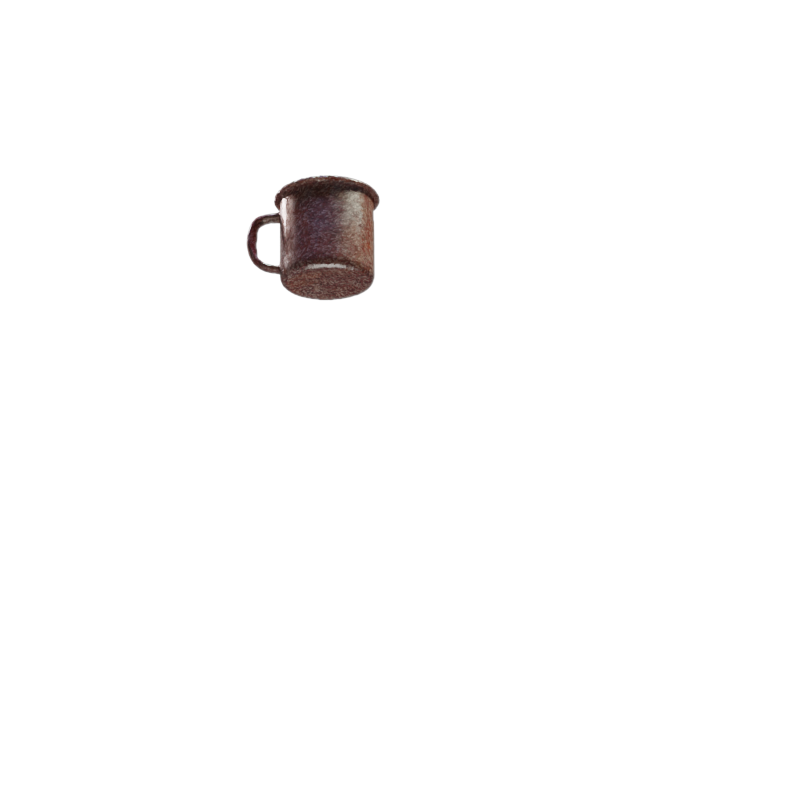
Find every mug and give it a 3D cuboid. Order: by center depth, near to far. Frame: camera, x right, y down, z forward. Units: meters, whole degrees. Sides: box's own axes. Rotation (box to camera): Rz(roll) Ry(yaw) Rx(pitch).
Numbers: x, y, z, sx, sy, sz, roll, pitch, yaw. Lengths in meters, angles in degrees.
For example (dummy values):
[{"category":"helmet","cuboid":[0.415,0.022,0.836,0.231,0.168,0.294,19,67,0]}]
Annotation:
[{"category":"mug","cuboid":[-0.075,-0.138,0.964,0.117,0.086,0.088,-1,-21,2]}]
